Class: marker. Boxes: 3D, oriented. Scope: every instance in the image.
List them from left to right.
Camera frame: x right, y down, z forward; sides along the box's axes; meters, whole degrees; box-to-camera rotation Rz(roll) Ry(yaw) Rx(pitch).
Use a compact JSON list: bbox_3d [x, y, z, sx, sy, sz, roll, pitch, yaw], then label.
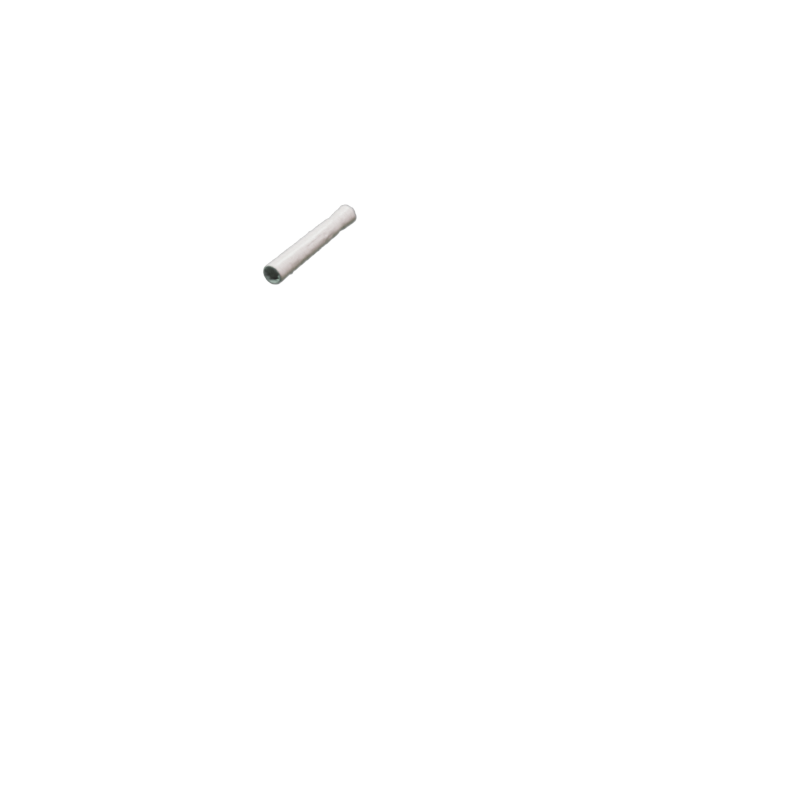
[{"bbox_3d":[-0.074,-0.135,0.944,0.020,0.019,0.123,2,34,35],"label":"marker"}]
